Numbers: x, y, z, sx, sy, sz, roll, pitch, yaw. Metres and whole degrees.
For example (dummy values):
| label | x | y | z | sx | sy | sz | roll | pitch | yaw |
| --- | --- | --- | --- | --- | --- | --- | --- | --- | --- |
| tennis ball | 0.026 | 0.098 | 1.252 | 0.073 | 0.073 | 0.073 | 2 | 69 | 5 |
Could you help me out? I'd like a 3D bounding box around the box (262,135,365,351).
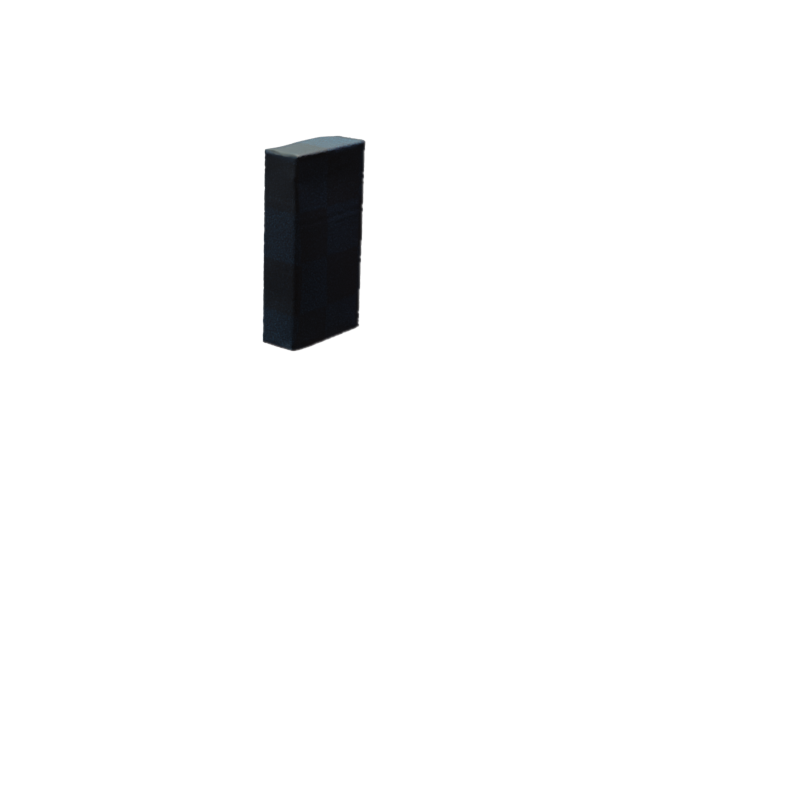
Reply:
| label | x | y | z | sx | sy | sz | roll | pitch | yaw |
| --- | --- | --- | --- | --- | --- | --- | --- | --- | --- |
| box | -0.076 | -0.139 | 0.973 | 0.051 | 0.170 | 0.092 | 13 | 21 | 36 |
